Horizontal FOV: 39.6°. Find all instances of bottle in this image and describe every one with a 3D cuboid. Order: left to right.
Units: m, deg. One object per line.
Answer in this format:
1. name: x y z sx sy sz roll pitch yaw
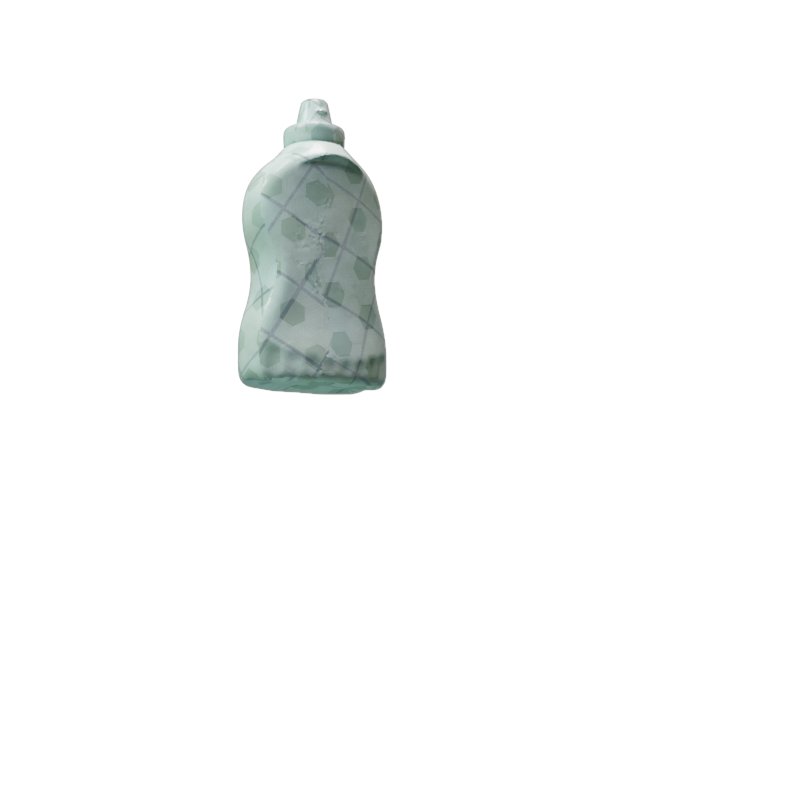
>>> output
1. bottle: -0.056 -0.103 0.719 0.092 0.198 0.059 7 -16 -31
